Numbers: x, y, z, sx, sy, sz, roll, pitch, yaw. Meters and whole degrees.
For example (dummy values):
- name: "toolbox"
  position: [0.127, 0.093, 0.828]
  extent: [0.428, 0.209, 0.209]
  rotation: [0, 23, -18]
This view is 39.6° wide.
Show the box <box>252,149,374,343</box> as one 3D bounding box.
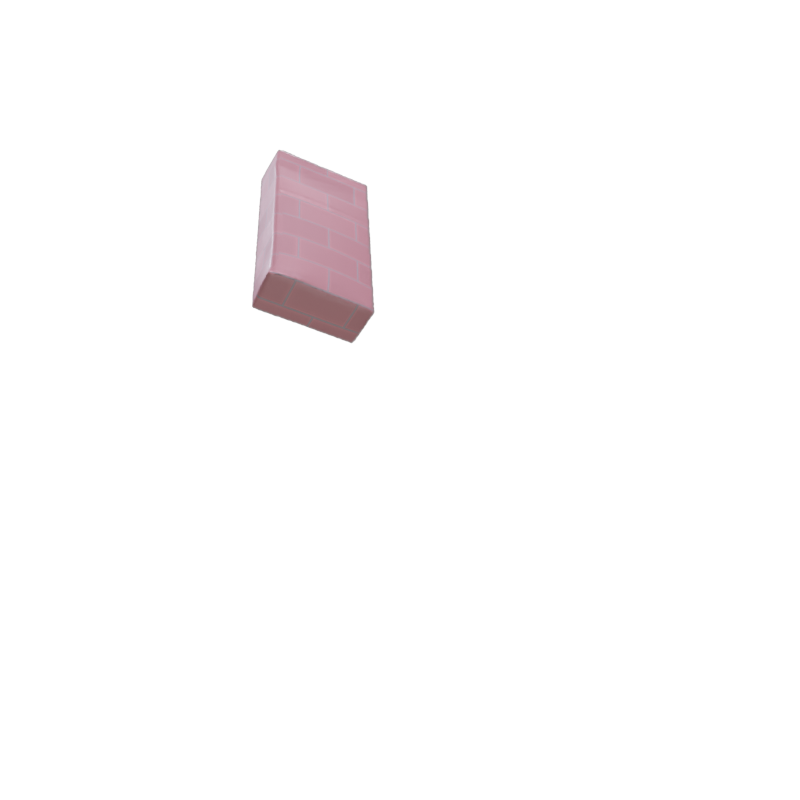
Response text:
- name: "box"
  position: [-0.074, -0.134, 0.942]
  extent: [0.090, 0.046, 0.189]
  rotation: [19, 36, -19]
